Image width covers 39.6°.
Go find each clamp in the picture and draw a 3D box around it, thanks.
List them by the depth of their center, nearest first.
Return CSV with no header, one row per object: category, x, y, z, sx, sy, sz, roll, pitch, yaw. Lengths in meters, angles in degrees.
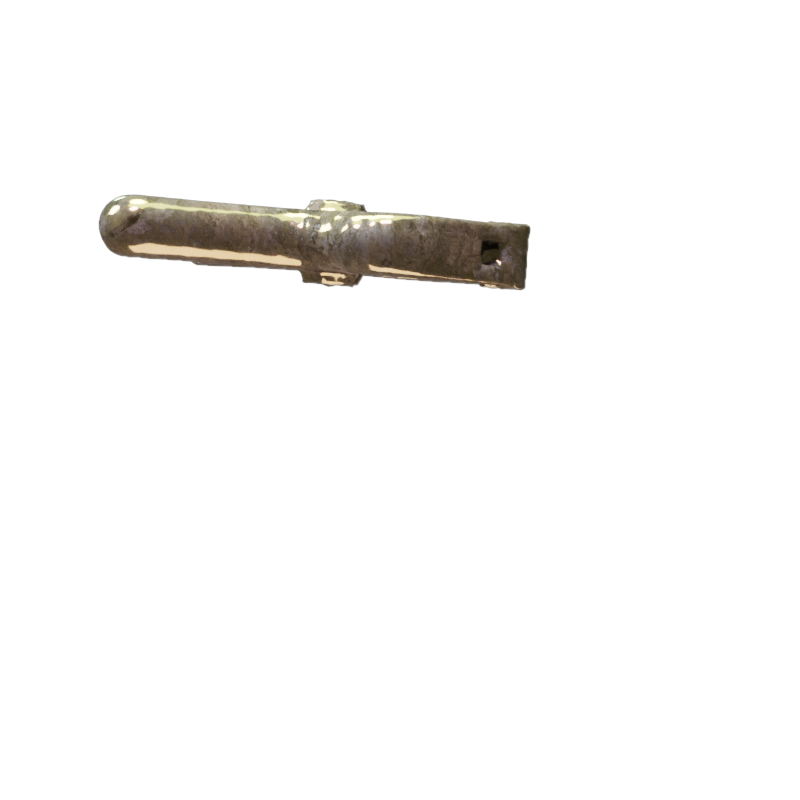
clamp,-0.036,-0.066,0.463,0.176,0.039,0.119,3,10,19
